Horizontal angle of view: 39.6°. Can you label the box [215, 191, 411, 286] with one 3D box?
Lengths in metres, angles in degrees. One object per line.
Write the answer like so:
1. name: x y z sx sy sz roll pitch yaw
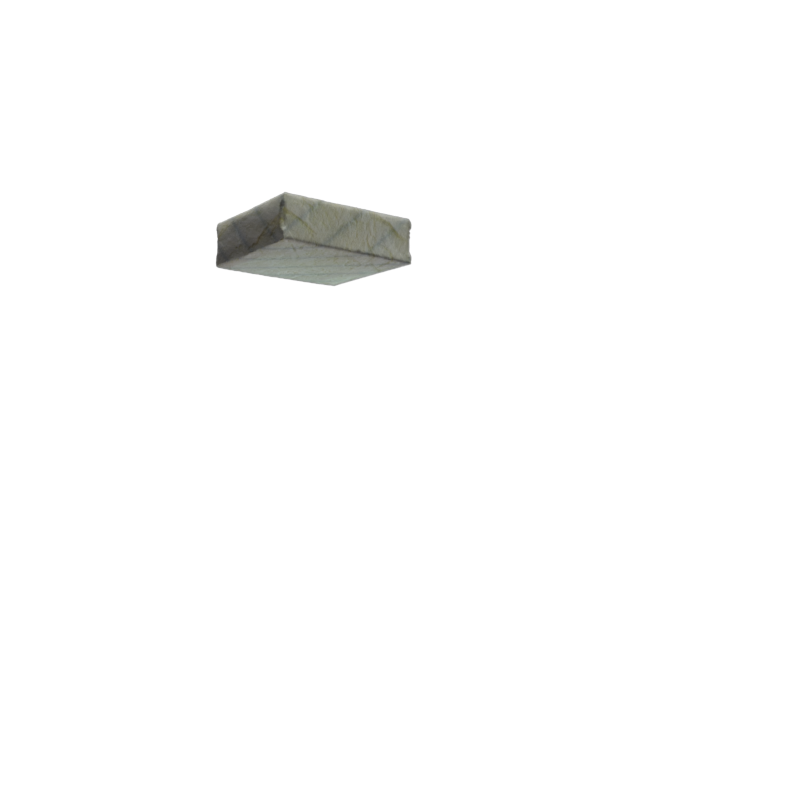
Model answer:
1. box: -0.049 -0.090 0.633 0.085 0.031 0.074 6 -10 -36
